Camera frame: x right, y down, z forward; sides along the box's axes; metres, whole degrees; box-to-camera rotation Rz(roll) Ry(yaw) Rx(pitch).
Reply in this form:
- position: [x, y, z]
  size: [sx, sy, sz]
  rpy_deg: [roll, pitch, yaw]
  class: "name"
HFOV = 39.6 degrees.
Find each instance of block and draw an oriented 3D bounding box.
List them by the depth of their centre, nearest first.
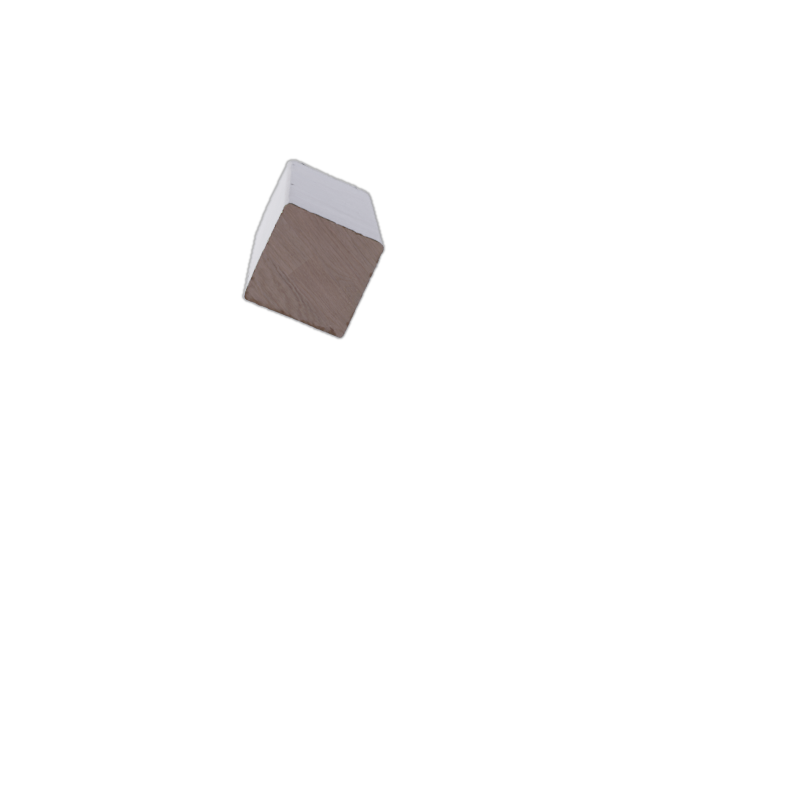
- position: [-0.078, -0.142, 0.991]
  size: [0.089, 0.088, 0.215]
  rpy_deg: [23, 17, -11]
  class: "block"
